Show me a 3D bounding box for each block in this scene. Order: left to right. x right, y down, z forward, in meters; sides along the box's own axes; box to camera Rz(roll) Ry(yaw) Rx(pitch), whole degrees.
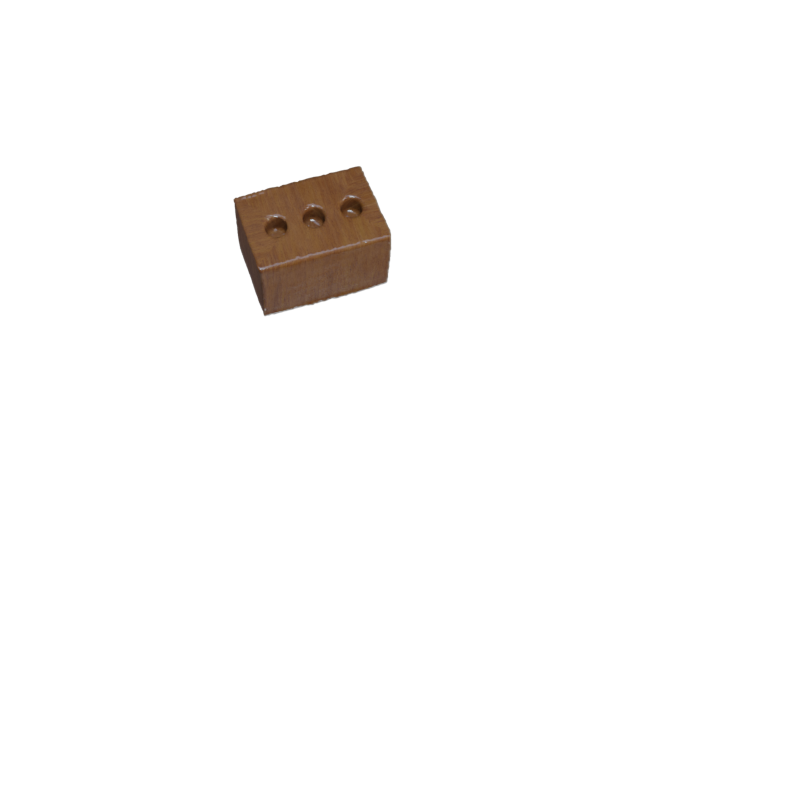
[{"bbox_3d":[-0.049,-0.090,0.630,0.077,0.057,0.048,-17,-28,-11],"label":"block"}]
